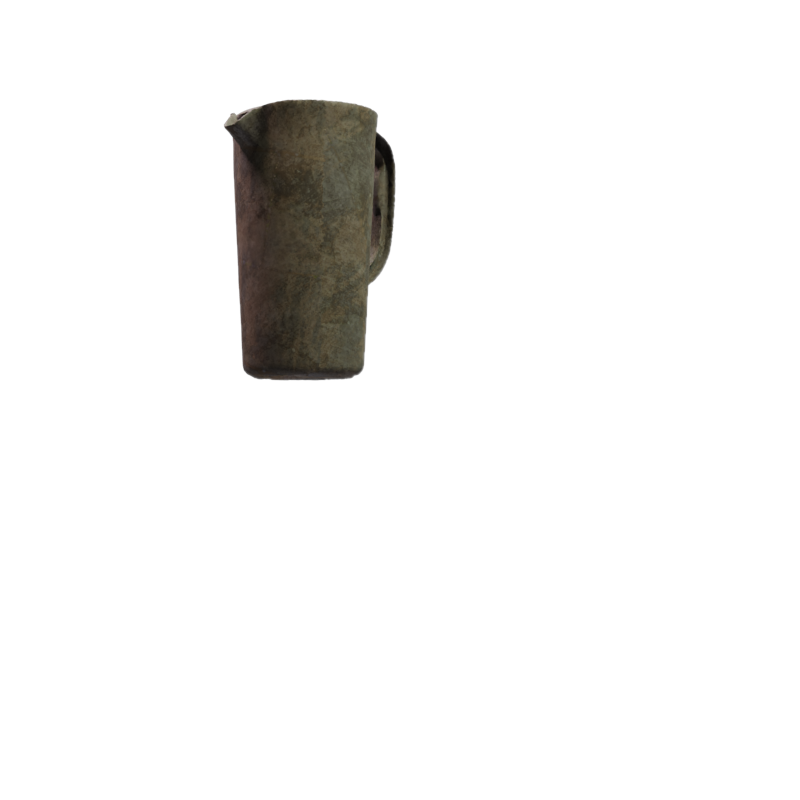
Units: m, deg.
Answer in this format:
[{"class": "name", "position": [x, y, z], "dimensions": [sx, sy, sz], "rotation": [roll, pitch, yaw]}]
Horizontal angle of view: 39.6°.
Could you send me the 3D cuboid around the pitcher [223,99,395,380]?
[{"class": "pitcher", "position": [-0.078, -0.142, 0.997], "dimensions": [0.150, 0.245, 0.143], "rotation": [0, -2, 2]}]
